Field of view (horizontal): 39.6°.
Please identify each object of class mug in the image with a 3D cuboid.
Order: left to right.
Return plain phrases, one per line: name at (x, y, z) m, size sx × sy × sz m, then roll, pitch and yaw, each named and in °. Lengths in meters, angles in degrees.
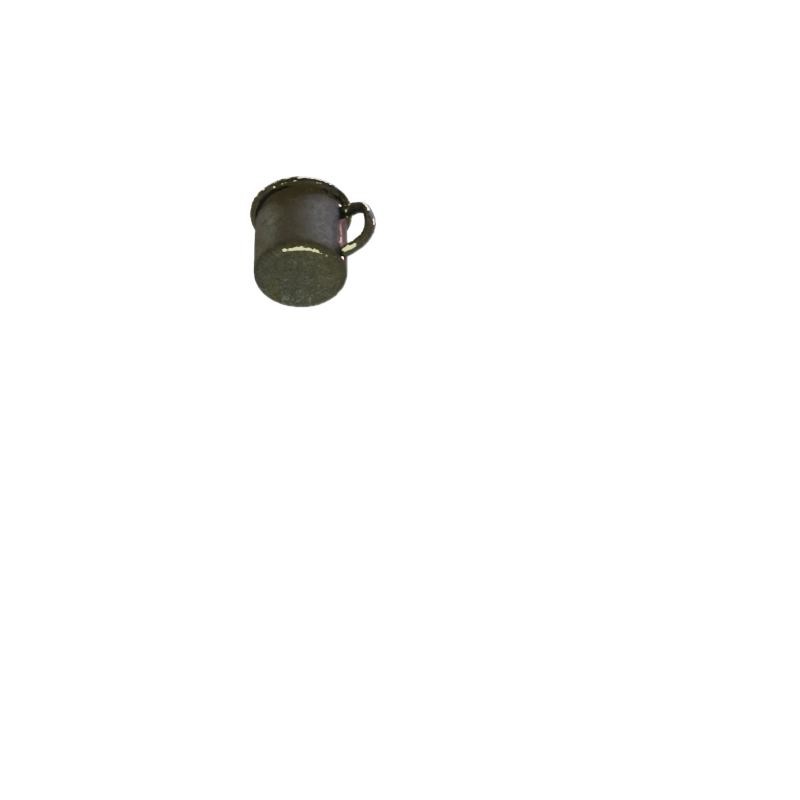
mug at (-0.076, -0.139, 0.974) m, size 0.118 × 0.087 × 0.086 m, roll -15°, pitch -43°, yaw 15°
